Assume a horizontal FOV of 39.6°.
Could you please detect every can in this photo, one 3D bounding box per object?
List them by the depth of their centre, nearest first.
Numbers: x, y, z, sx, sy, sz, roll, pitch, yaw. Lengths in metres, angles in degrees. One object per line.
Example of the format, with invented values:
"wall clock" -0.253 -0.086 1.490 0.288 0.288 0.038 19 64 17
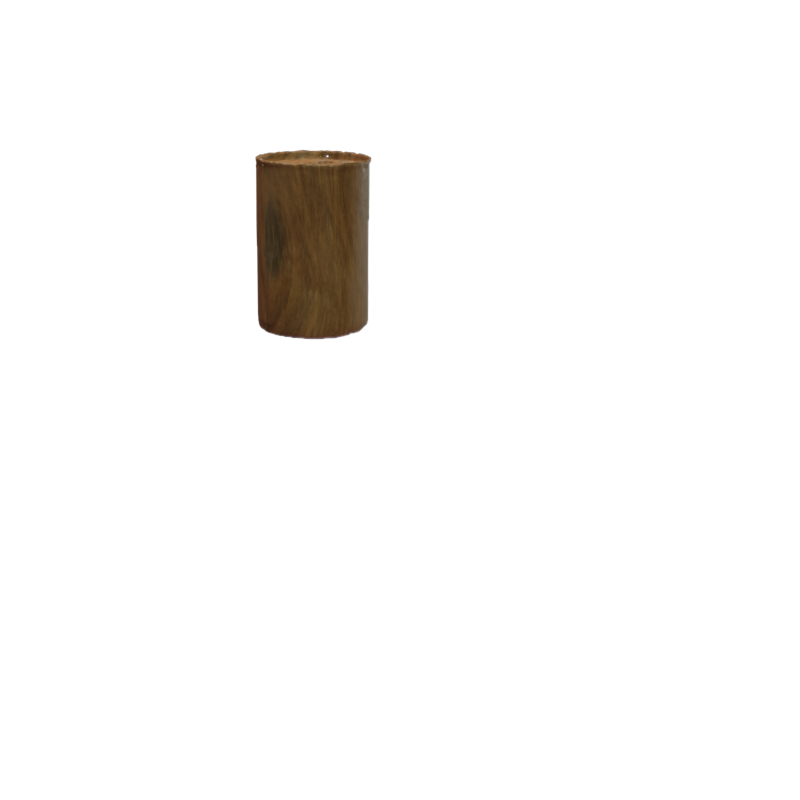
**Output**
"can" -0.051 -0.094 0.657 0.068 0.099 0.071 0 14 -2
